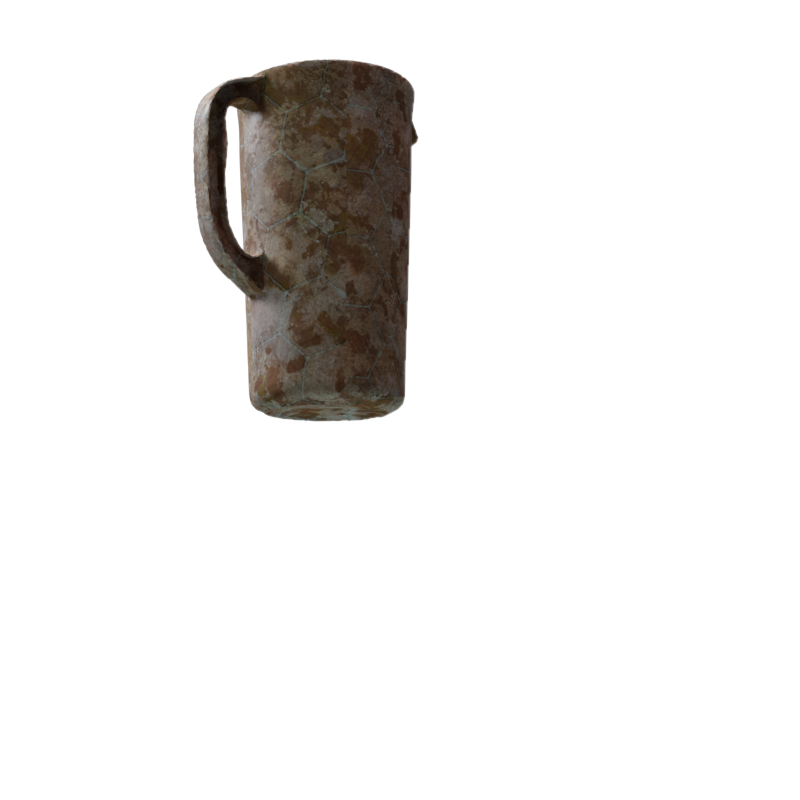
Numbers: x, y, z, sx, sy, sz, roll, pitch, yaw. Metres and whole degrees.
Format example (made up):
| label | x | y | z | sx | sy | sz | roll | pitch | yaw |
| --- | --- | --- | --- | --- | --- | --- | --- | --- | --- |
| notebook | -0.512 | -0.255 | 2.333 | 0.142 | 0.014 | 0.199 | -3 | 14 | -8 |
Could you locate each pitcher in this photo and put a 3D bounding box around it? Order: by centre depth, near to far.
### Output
| label | x | y | z | sx | sy | sz | roll | pitch | yaw |
| --- | --- | --- | --- | --- | --- | --- | --- | --- | --- |
| pitcher | -0.062 | -0.113 | 0.792 | 0.150 | 0.252 | 0.139 | -2 | -14 | 6 |
